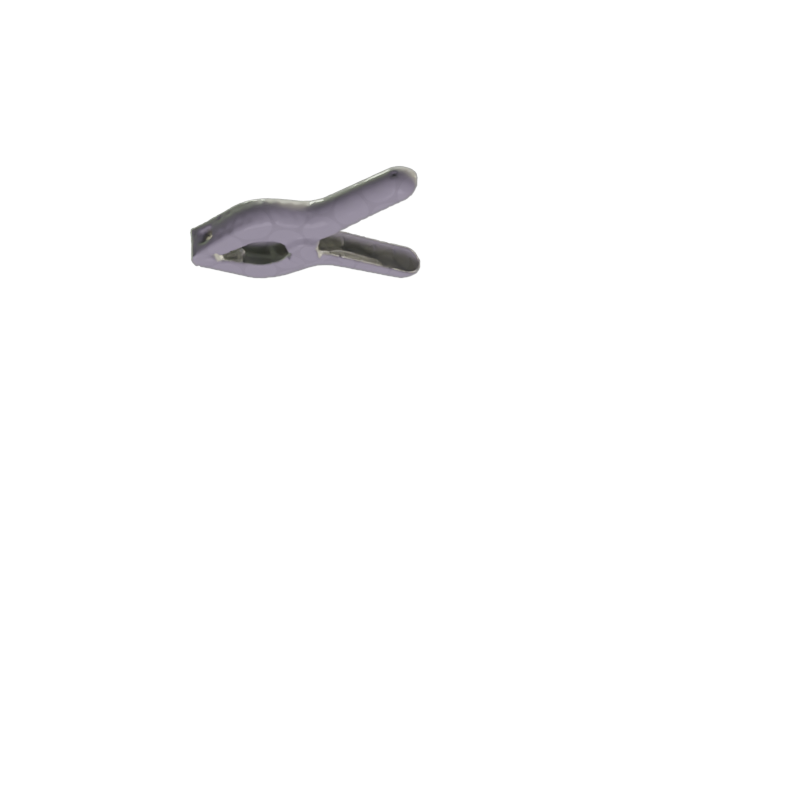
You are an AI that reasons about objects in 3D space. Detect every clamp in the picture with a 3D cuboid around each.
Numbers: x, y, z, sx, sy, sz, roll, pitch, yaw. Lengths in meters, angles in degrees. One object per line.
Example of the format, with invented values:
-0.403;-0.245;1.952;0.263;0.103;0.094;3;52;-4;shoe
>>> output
-0.063;-0.115;0.806;0.173;0.042;0.111;-7;-35;10;clamp
